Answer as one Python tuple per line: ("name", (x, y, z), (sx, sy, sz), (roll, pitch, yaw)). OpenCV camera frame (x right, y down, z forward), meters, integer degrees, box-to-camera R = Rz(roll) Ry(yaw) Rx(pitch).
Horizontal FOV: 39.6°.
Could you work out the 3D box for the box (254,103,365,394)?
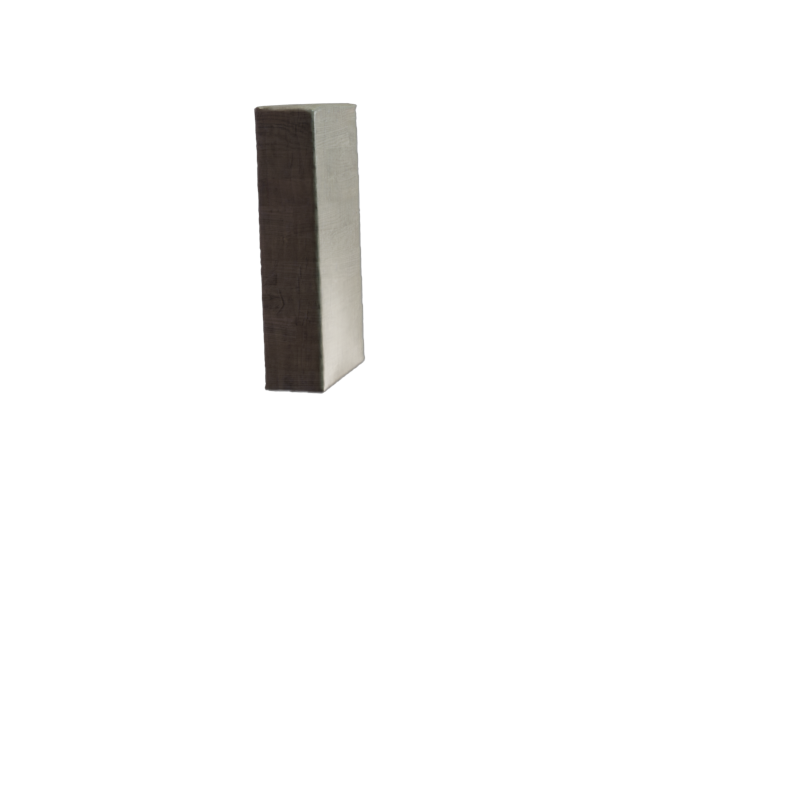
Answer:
("box", (-0.055, -0.102, 0.711), (0.049, 0.172, 0.093), (3, 11, 15))
